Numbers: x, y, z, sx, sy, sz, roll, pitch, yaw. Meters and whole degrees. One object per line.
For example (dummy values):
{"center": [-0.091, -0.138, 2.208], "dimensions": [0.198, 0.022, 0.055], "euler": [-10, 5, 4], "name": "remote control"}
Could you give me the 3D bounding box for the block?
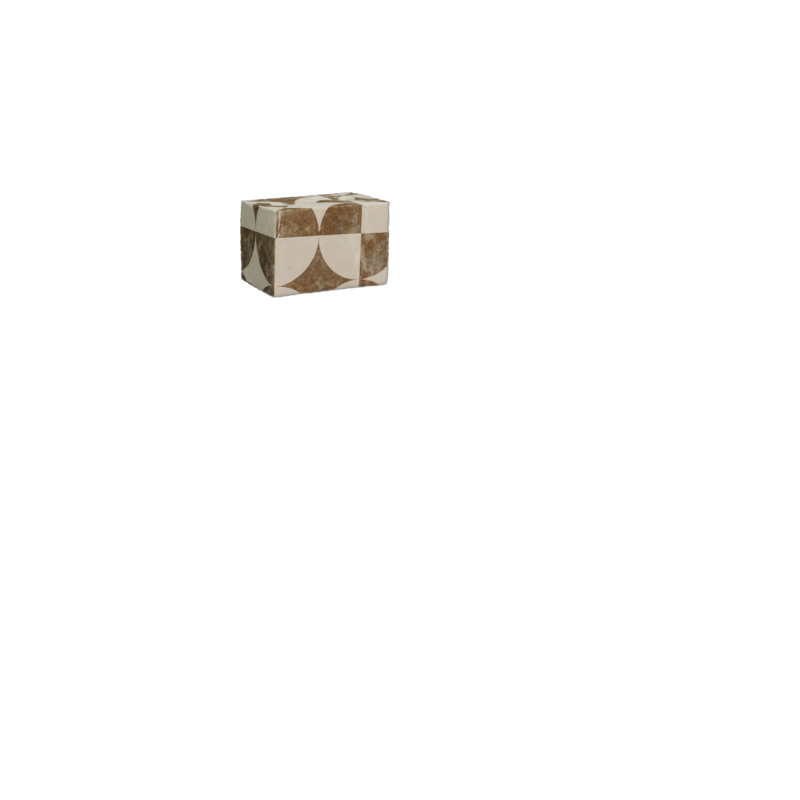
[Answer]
{"center": [-0.052, -0.096, 0.670], "dimensions": [0.076, 0.050, 0.056], "euler": [-9, 18, -28], "name": "block"}
